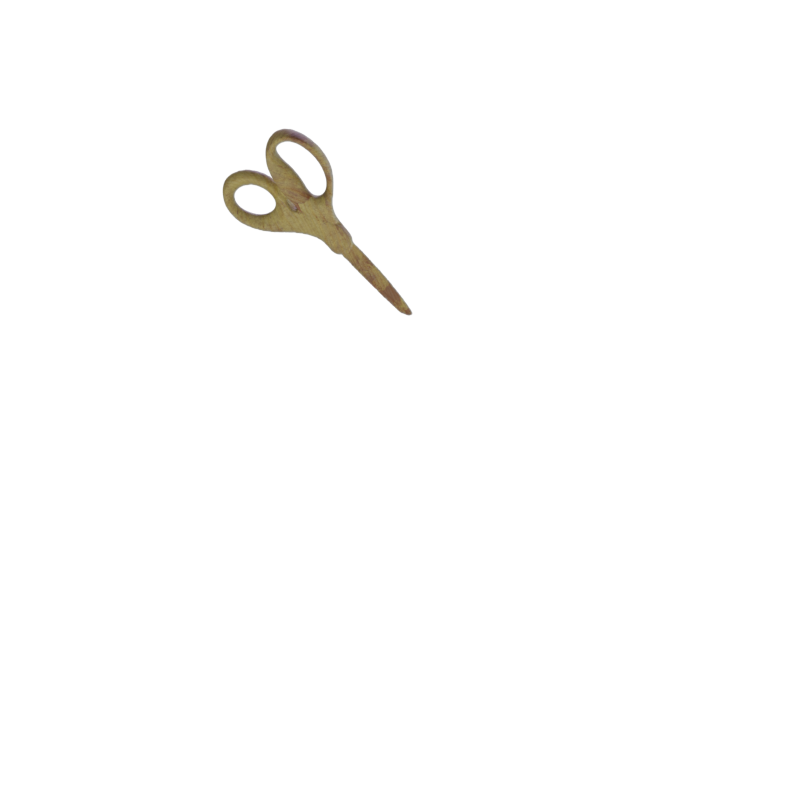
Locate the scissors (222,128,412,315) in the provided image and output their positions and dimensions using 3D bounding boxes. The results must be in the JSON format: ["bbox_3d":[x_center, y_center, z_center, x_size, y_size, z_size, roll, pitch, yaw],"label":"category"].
[{"bbox_3d":[-0.069,-0.126,0.882,0.097,0.187,0.017,-18,36,13],"label":"scissors"}]
